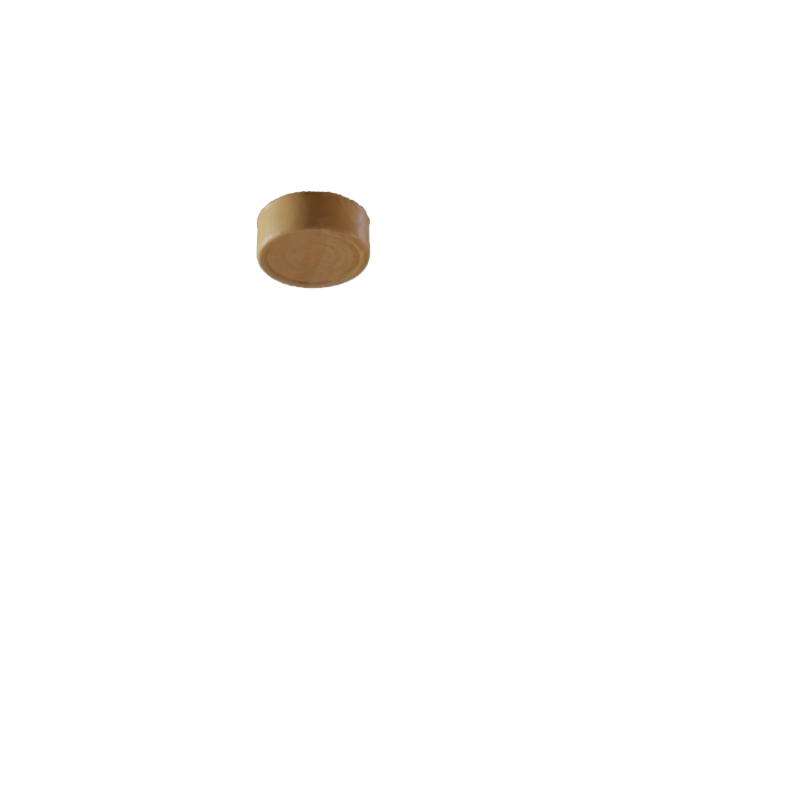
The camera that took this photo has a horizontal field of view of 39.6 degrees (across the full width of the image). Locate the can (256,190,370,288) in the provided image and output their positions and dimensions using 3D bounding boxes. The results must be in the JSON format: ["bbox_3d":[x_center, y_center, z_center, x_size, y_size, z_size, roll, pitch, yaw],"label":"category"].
[{"bbox_3d":[-0.065,-0.118,0.829,0.086,0.036,0.081,1,-28,-2],"label":"can"}]
